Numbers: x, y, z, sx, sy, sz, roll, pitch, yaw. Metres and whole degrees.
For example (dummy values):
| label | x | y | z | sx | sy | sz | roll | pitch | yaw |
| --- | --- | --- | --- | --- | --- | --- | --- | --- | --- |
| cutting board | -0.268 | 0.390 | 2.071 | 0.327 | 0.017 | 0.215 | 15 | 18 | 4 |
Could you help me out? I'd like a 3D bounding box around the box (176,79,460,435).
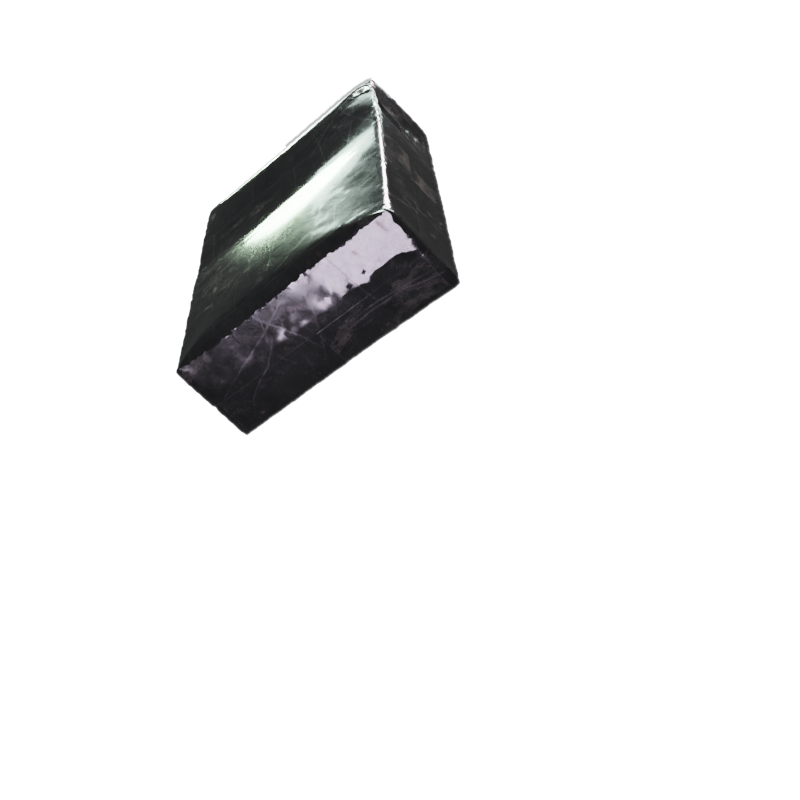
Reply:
| label | x | y | z | sx | sy | sz | roll | pitch | yaw |
| --- | --- | --- | --- | --- | --- | --- | --- | --- | --- |
| box | -0.056 | -0.103 | 0.718 | 0.163 | 0.068 | 0.228 | -35 | 29 | 18 |
